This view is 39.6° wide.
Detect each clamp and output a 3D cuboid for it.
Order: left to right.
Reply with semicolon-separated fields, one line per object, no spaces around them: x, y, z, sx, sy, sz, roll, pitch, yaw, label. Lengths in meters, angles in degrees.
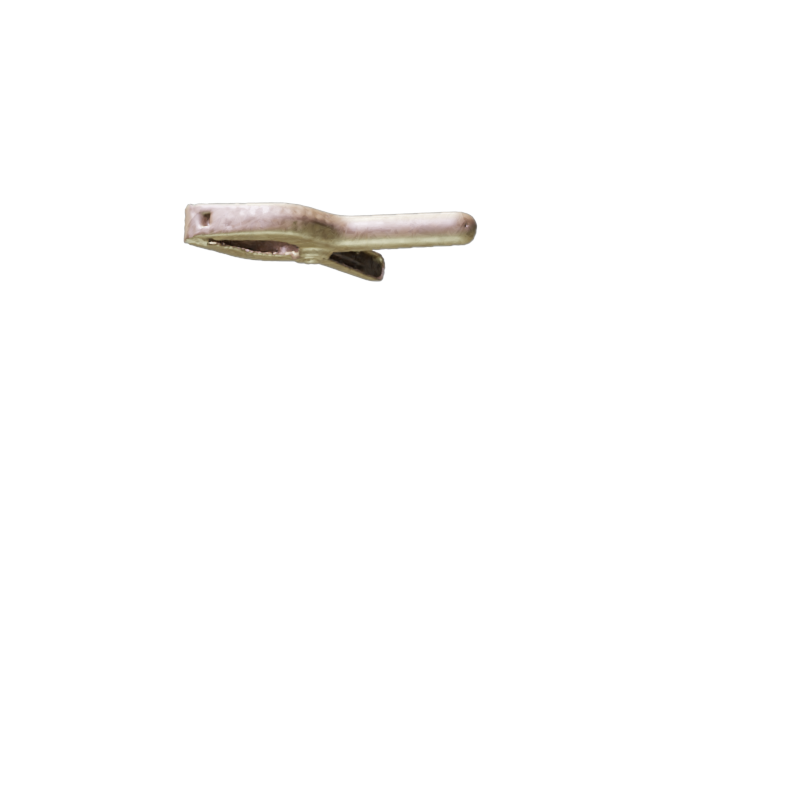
-0.068;-0.123;0.864;0.205;0.037;0.164;2;-8;-18;clamp
